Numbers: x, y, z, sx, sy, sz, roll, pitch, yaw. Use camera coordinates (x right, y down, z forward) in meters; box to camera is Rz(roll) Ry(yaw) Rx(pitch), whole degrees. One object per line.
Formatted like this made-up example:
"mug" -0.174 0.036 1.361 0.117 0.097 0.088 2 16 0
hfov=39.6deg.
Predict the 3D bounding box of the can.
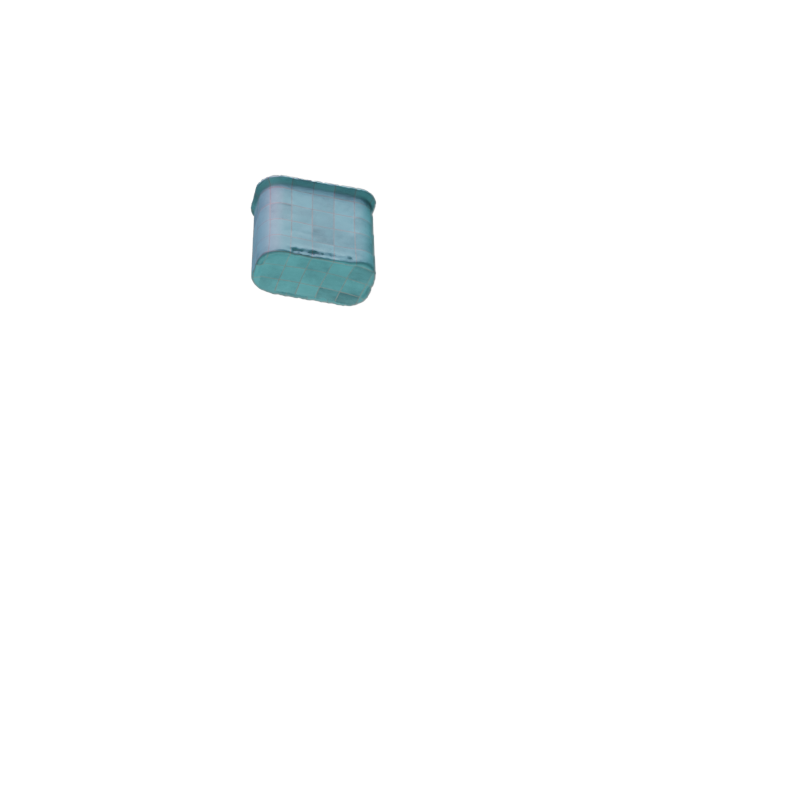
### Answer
"can" -0.070 -0.128 0.897 0.100 0.090 0.054 8 -40 -12
